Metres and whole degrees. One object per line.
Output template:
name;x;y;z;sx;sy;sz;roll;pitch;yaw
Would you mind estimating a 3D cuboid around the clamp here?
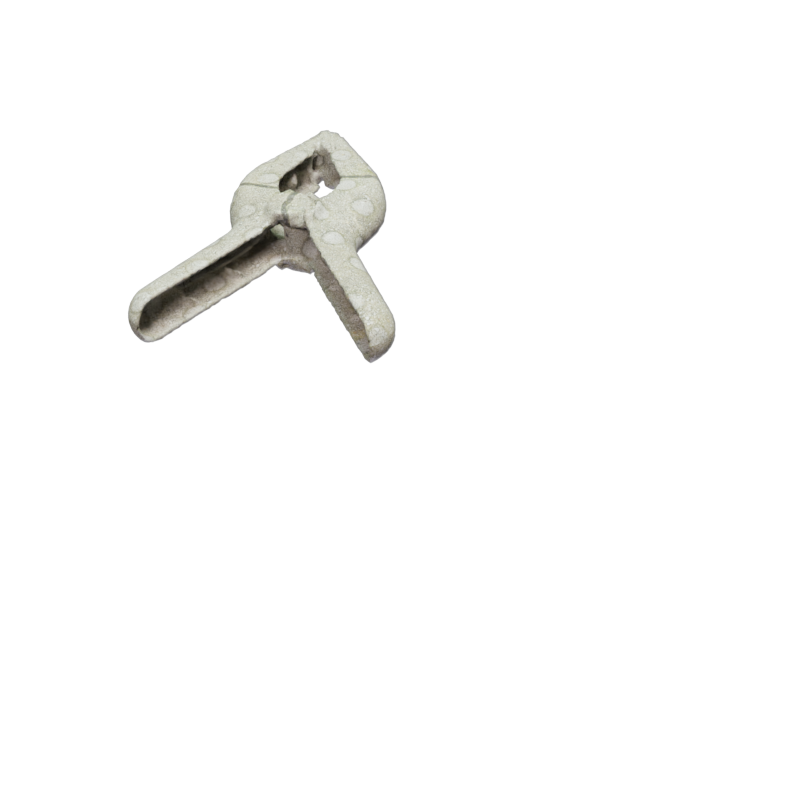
clamp;-0.042;-0.077;0.538;0.123;0.036;0.179;14;45;14
